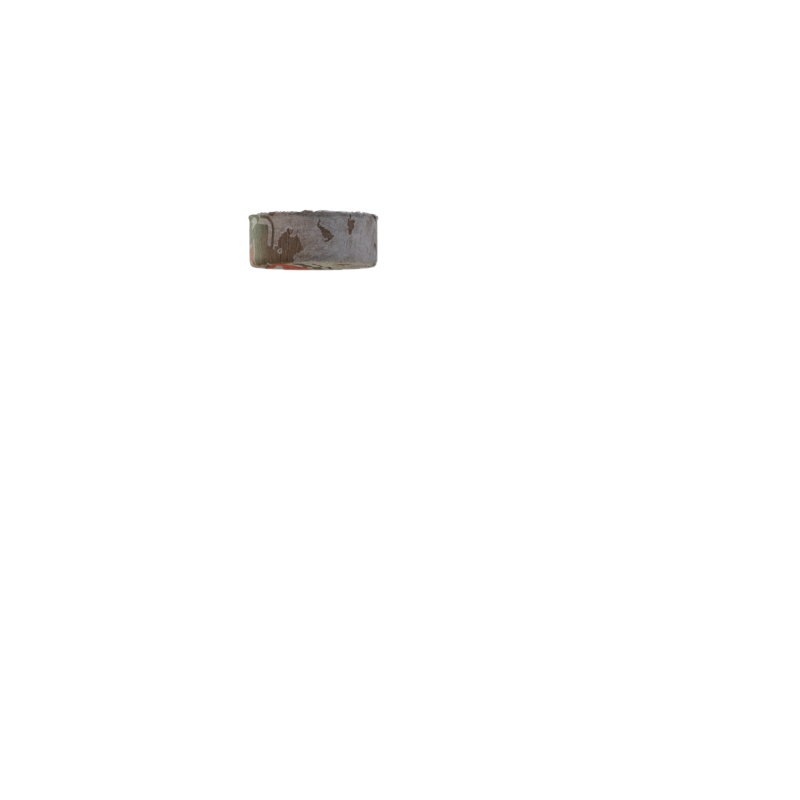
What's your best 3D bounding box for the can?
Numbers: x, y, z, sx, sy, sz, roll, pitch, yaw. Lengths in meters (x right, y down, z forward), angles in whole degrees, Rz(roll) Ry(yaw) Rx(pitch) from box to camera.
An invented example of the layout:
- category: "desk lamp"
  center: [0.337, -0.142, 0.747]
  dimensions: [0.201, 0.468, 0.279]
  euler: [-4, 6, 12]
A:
- category: "can"
  center: [-0.057, -0.104, 0.730]
  dimensions: [0.086, 0.034, 0.086]
  euler: [0, 2, -2]
